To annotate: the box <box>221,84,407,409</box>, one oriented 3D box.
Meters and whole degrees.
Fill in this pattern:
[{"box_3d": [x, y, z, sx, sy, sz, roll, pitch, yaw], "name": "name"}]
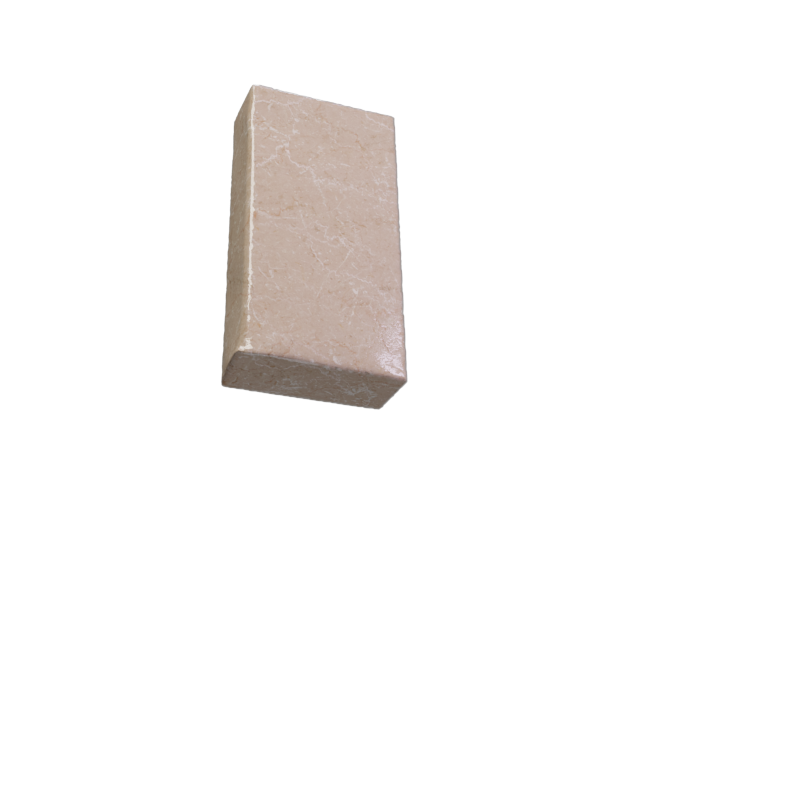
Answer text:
[{"box_3d": [-0.049, -0.088, 0.621, 0.091, 0.188, 0.046, 9, -34, -18], "name": "box"}]
